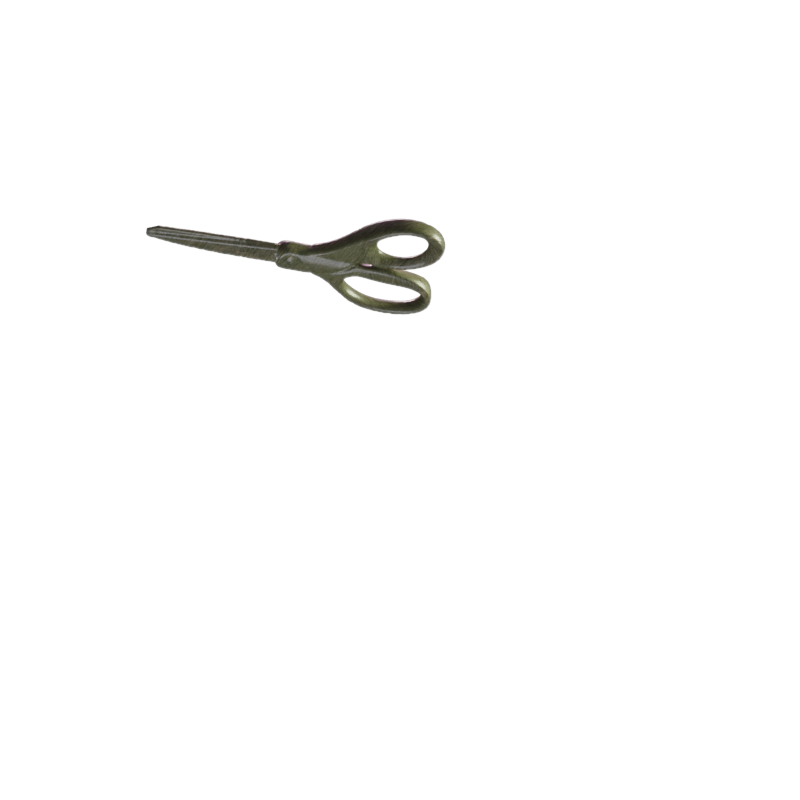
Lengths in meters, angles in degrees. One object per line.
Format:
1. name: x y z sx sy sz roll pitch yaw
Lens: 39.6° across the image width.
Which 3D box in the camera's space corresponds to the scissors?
1. scissors: -0.058 -0.105 0.737 0.193 0.017 0.094 19 -42 -23
